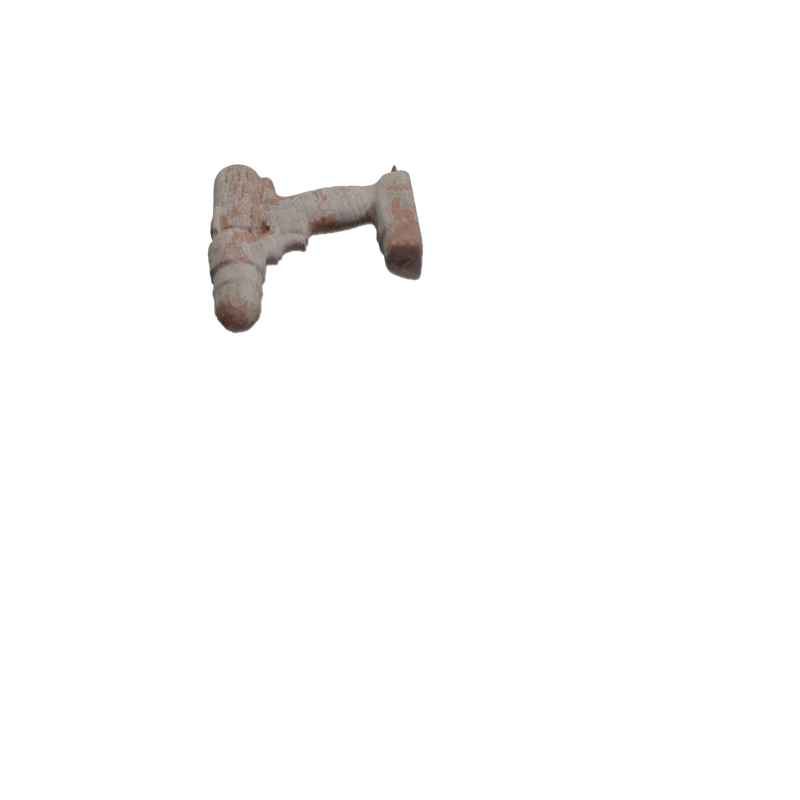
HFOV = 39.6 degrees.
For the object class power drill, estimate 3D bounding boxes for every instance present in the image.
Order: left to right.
[{"bbox_3d":[-0.077,-0.141,0.985,0.187,0.198,0.053,-3,-38,-3],"label":"power drill"}]
